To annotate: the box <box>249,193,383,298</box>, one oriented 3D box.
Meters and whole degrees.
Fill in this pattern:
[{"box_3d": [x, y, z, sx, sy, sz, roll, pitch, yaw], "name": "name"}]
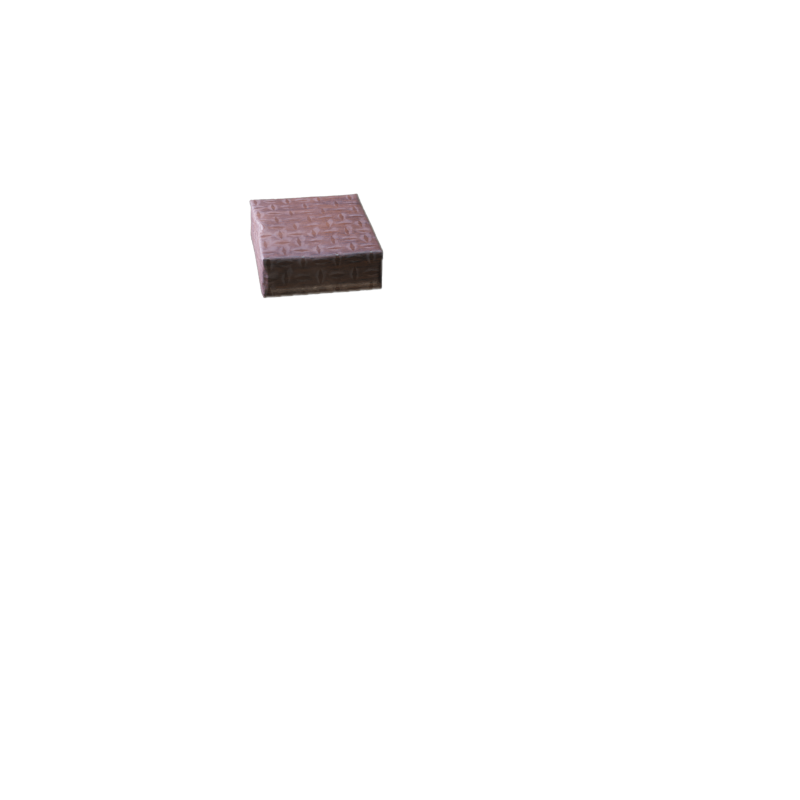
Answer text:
[{"box_3d": [-0.054, -0.099, 0.694, 0.072, 0.028, 0.096, -5, 33, -8], "name": "box"}]
